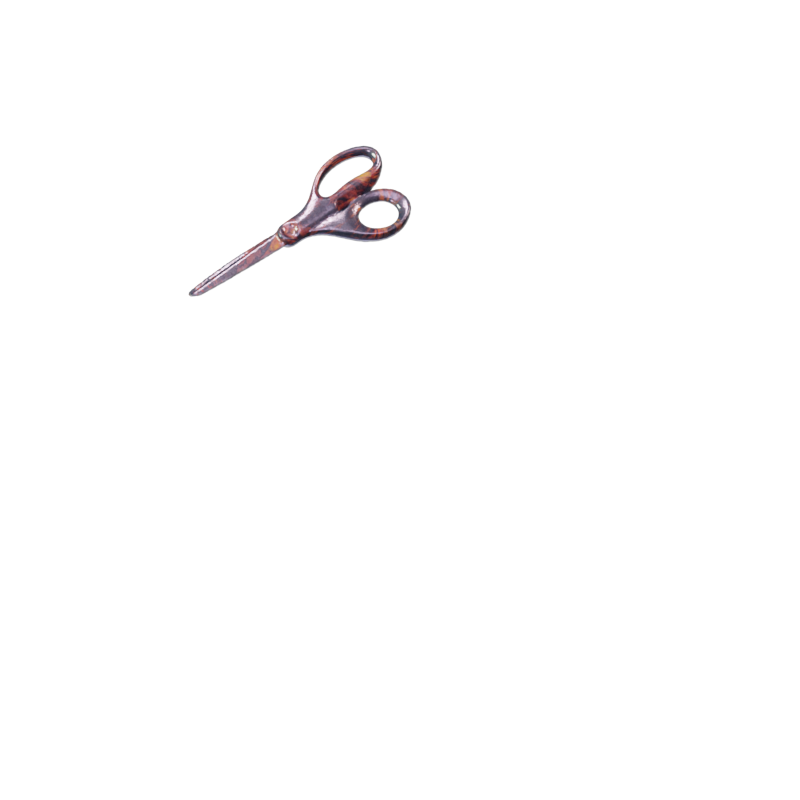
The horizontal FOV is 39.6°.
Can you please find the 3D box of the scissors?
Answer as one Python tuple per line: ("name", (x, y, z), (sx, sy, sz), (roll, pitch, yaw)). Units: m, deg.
("scissors", (-0.071, -0.130, 0.909), (0.100, 0.205, 0.015), (34, -22, 16))
